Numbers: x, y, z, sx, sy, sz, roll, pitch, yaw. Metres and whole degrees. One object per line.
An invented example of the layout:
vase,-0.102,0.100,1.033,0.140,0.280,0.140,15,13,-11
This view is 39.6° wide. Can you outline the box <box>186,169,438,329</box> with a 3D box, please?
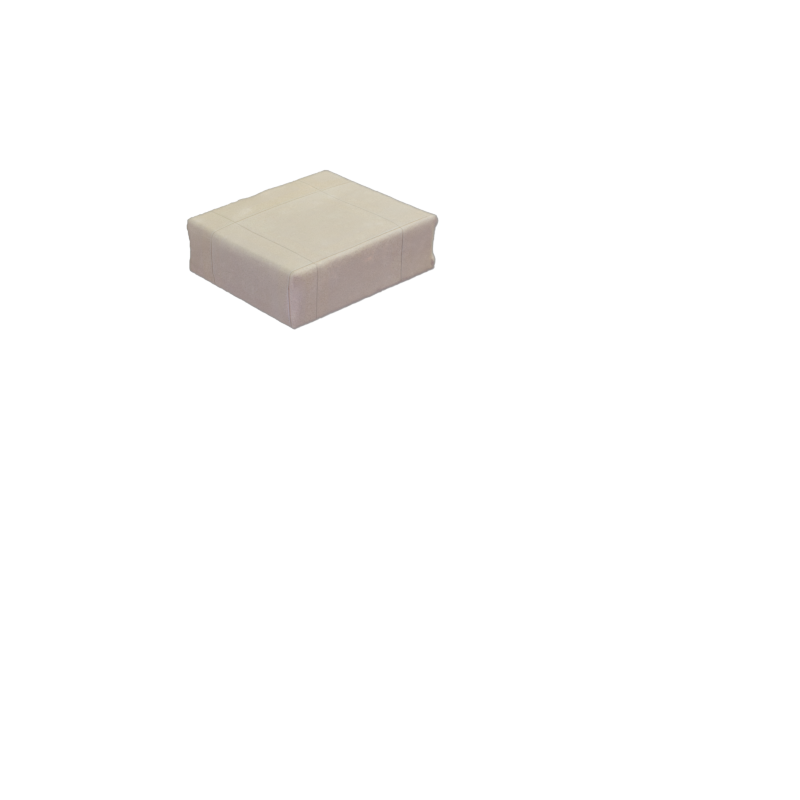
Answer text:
box,-0.039,-0.071,0.497,0.089,0.028,0.078,-27,41,-36
